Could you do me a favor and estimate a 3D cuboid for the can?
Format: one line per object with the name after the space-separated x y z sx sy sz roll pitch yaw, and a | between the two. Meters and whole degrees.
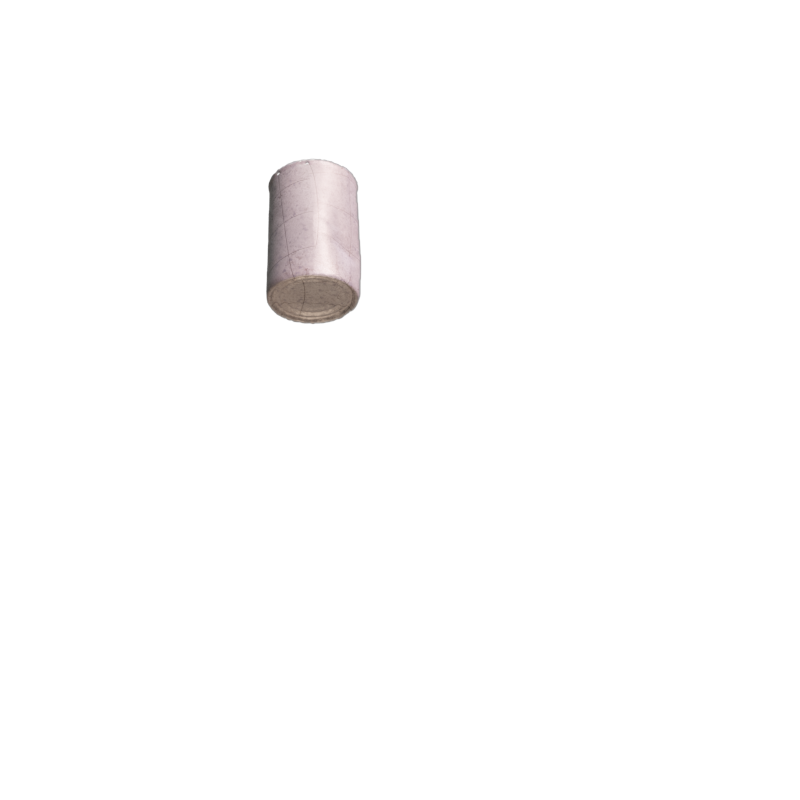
-0.063 -0.116 0.810 0.068 0.109 0.064 -1 -32 -2 | can
